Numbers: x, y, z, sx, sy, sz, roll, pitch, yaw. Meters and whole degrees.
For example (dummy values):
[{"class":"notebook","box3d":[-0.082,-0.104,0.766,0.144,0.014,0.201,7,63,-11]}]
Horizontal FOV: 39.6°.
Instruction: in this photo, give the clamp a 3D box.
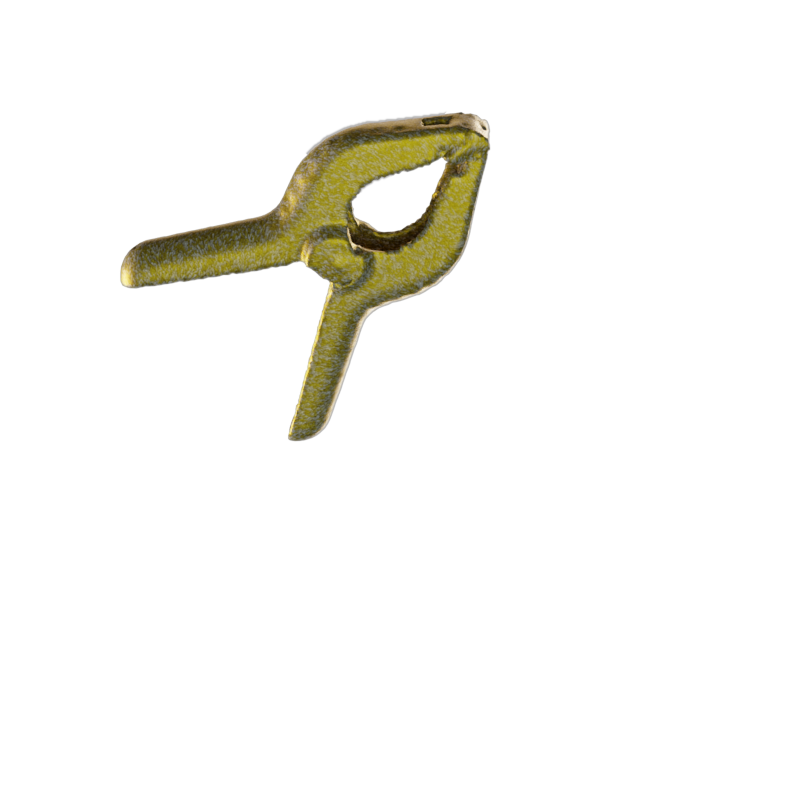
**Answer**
[{"class":"clamp","box3d":[-0.037,-0.068,0.479,0.116,0.168,0.041,35,22,-17]}]
